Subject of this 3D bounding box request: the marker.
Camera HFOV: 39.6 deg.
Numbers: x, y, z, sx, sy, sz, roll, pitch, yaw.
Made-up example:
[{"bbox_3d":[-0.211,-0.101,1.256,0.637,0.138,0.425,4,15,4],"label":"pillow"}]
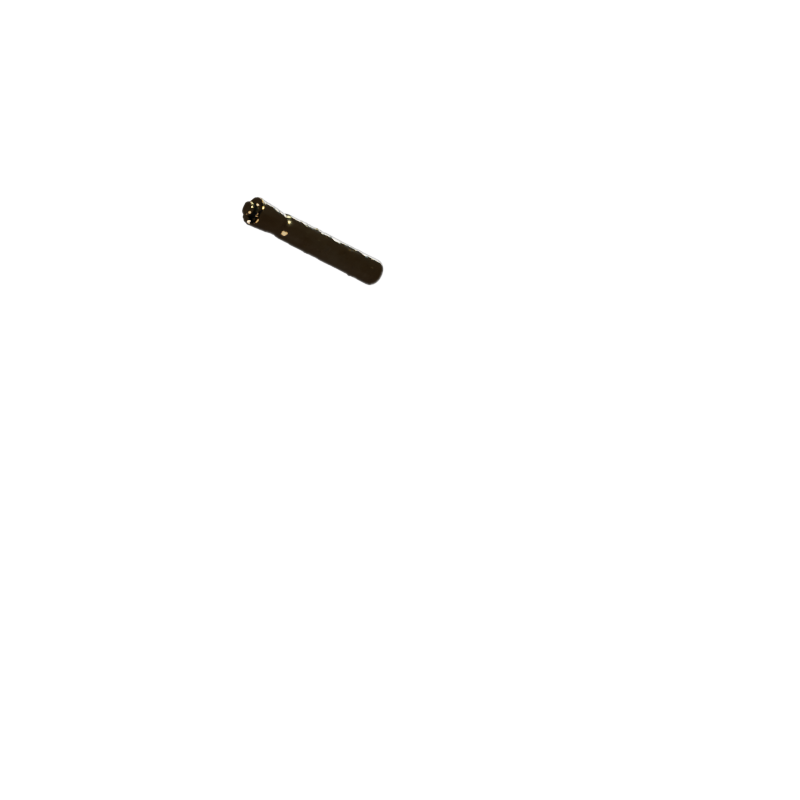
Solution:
[{"bbox_3d":[-0.057,-0.103,0.722,0.021,0.020,0.113,4,-13,45],"label":"marker"}]
